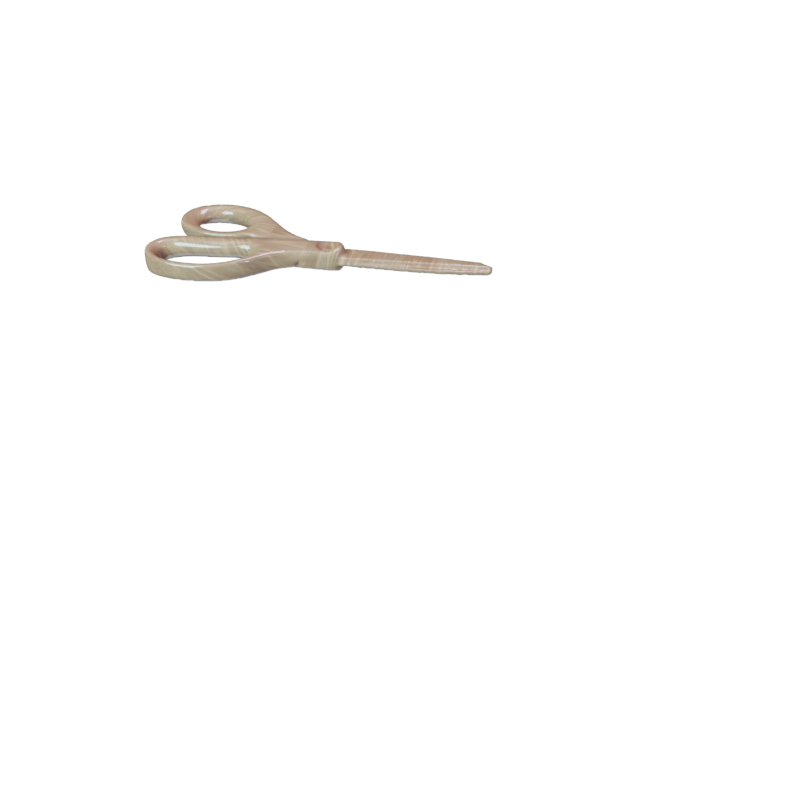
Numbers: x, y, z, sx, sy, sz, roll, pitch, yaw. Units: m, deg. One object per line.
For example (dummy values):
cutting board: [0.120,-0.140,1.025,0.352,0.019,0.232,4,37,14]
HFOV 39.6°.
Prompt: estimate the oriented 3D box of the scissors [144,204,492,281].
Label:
scissors: [-0.053,-0.097,0.676,0.201,0.015,0.103,-2,32,-4]
